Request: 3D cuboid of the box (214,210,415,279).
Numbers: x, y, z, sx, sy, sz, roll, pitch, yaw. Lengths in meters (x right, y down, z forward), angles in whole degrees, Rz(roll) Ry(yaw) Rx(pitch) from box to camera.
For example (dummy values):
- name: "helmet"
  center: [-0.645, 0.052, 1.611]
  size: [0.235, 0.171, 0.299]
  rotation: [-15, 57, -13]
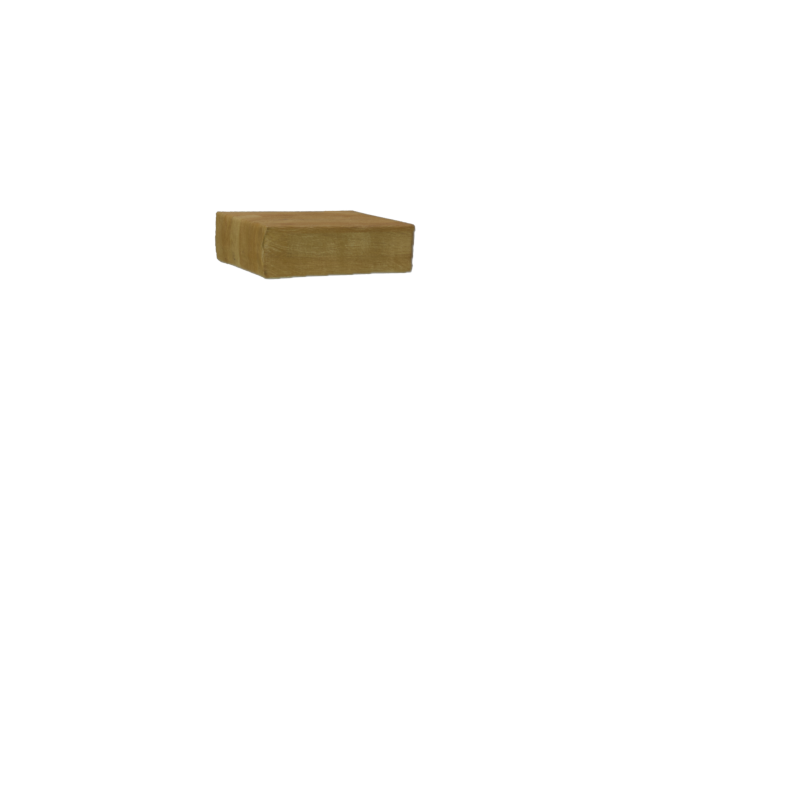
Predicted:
- name: "box"
  center: [-0.060, -0.109, 0.760]
  size: [0.110, 0.038, 0.095]
  rotation: [-7, 16, -27]
